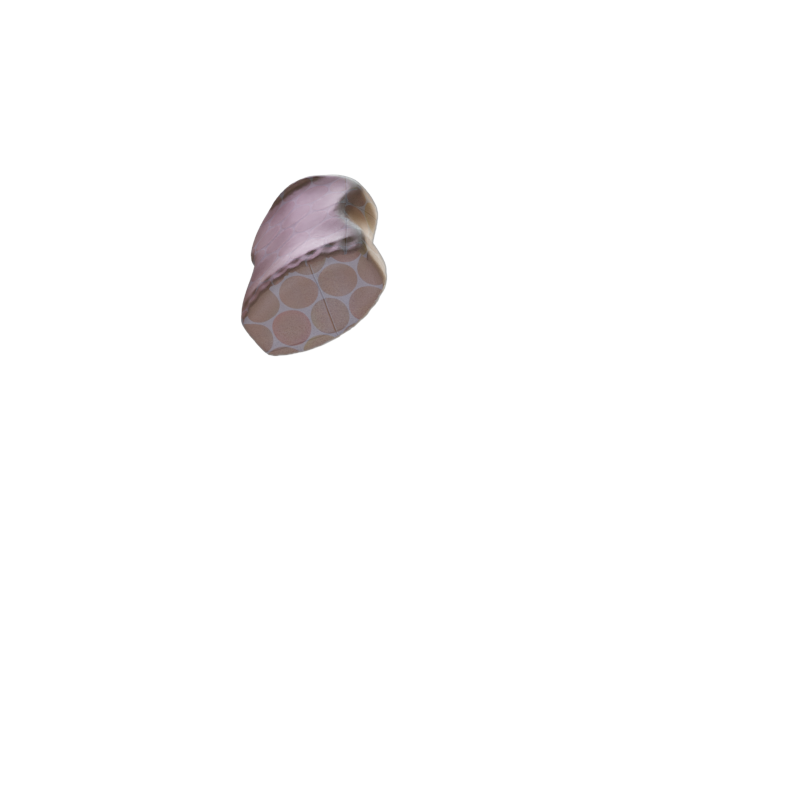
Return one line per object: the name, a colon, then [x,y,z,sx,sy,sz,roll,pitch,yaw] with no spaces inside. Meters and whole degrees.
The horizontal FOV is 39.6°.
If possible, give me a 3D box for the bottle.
bottle: [-0.061,-0.111,0.777,0.096,0.055,0.204,-32,28,15]
